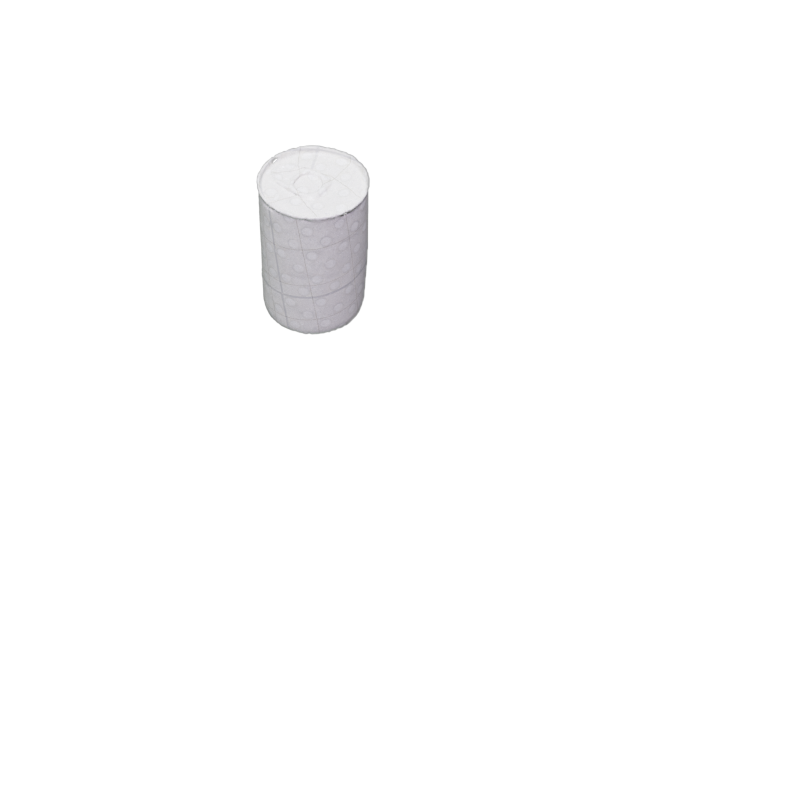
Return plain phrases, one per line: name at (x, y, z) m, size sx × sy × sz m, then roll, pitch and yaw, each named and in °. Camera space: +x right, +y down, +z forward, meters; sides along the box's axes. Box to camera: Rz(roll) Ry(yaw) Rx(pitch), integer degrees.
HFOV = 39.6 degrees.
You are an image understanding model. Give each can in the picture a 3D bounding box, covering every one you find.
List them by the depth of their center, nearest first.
can at (-0.055, -0.100, 0.697) m, size 0.068 × 0.074 × 0.095 m, roll 0°, pitch -43°, yaw -3°
